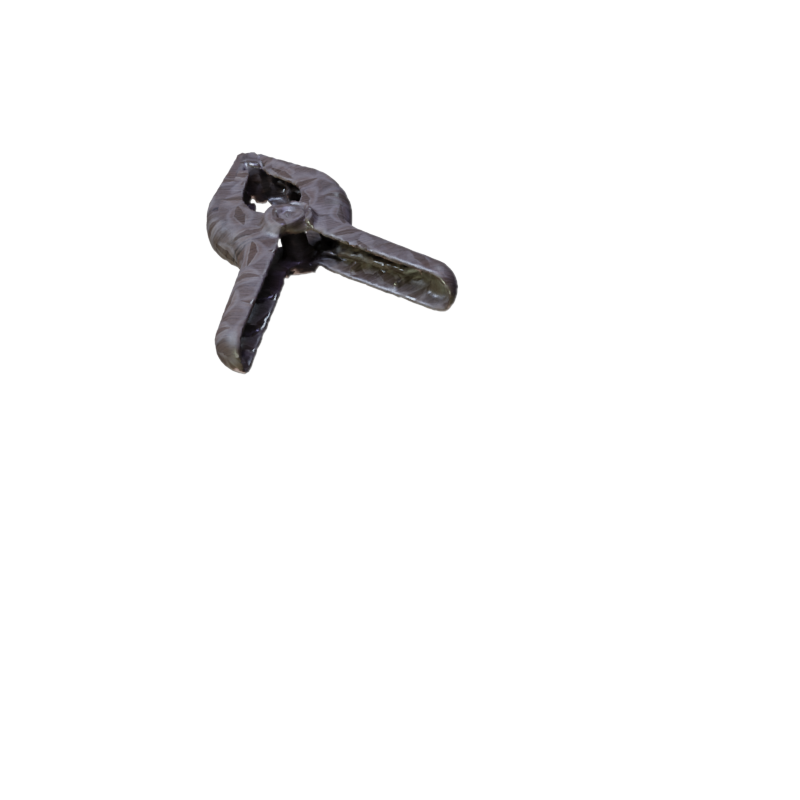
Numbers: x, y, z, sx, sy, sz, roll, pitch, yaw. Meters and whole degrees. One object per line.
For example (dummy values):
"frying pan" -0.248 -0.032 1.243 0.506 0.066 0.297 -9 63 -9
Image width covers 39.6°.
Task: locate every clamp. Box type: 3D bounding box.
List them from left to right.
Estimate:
"clamp" -0.046 -0.083 0.582 0.119 0.037 0.185 -8 41 -10
